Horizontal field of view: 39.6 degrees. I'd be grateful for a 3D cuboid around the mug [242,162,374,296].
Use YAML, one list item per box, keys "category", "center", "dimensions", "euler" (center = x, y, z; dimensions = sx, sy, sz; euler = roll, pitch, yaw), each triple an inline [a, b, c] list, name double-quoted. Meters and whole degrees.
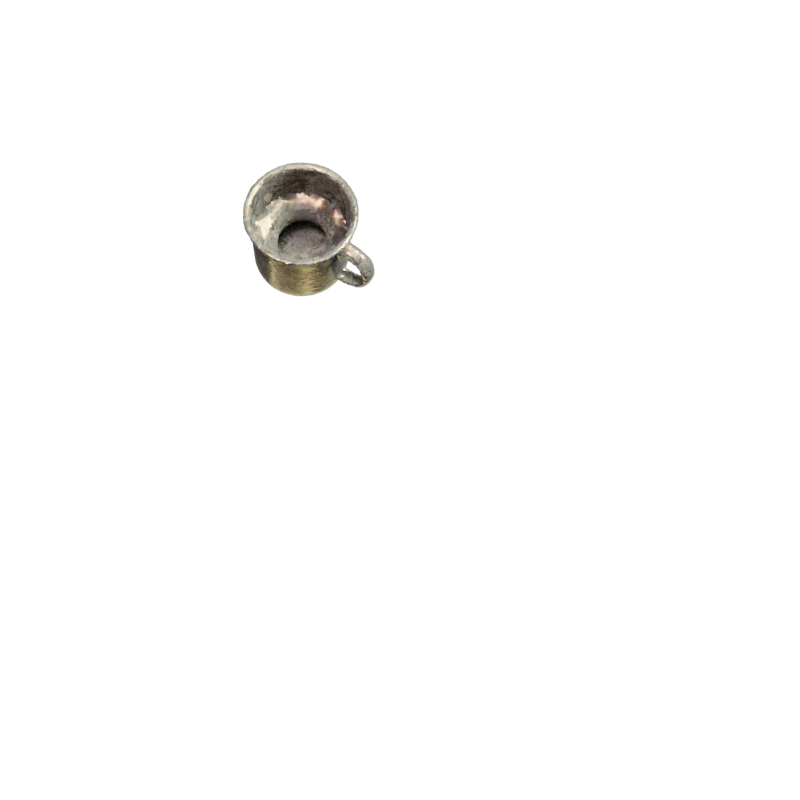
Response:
- category: "mug"
  center: [-0.072, -0.131, 0.920]
  dimensions: [0.121, 0.095, 0.077]
  euler: [30, -20, 11]
